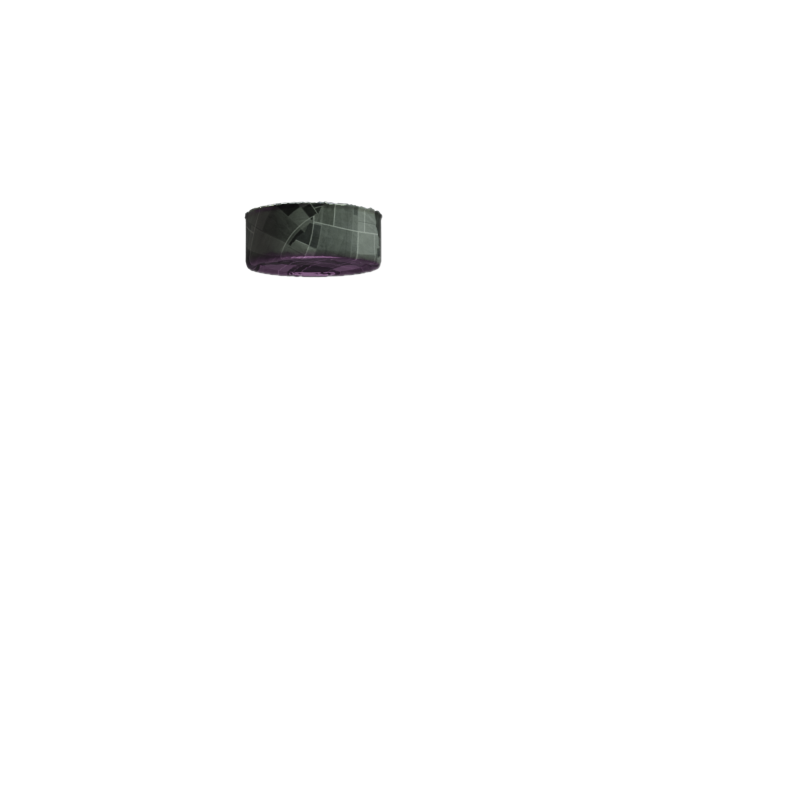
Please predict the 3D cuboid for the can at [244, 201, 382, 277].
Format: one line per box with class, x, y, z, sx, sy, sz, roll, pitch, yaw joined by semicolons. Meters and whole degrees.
can;-0.054;-0.098;0.688;0.086;0.034;0.085;0;-3;-2
